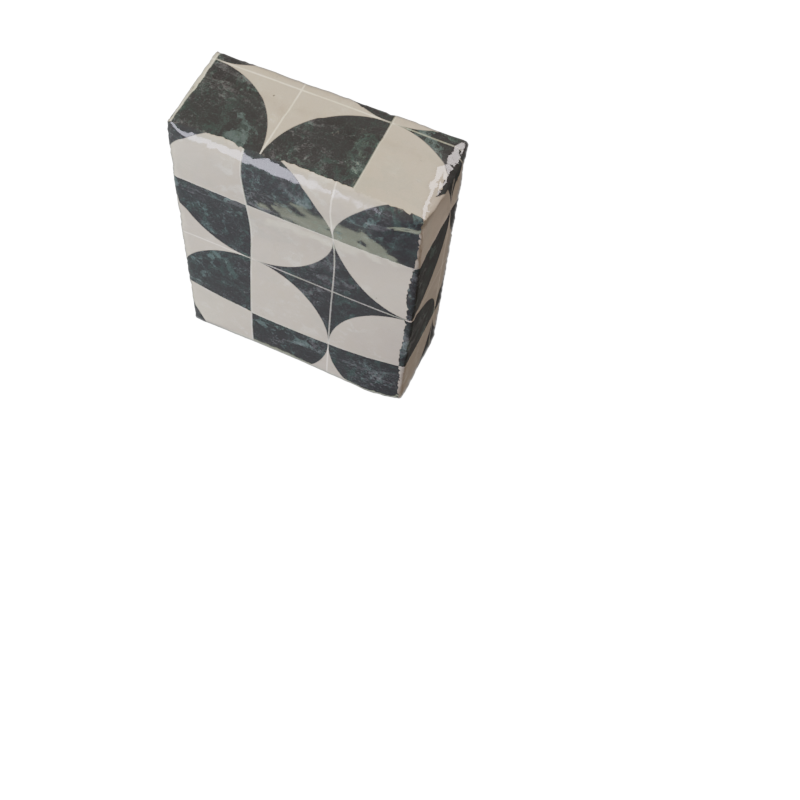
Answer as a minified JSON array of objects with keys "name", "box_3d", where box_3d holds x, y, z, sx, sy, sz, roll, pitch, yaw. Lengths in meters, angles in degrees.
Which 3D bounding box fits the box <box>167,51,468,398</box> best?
[{"name":"box","box_3d":[-0.055,-0.101,0.707,0.169,0.074,0.201,24,-28,11]}]
